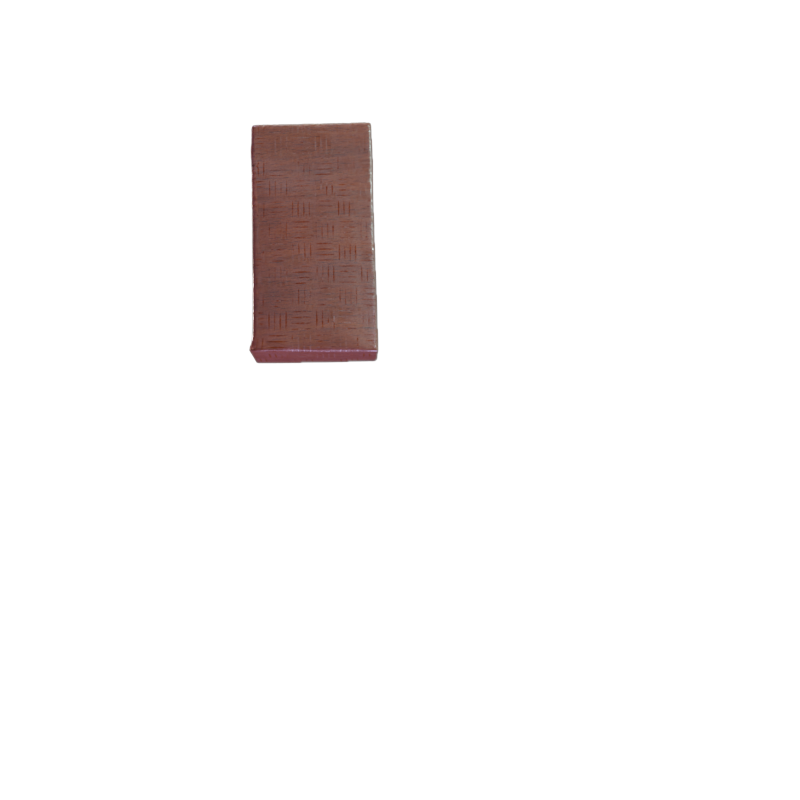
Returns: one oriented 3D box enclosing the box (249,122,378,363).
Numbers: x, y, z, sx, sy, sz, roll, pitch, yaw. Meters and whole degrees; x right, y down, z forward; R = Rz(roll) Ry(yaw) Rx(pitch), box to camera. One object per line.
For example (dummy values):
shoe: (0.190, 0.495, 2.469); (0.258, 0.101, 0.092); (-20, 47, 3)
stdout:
box: (-0.065, -0.118, 0.827); (0.093, 0.184, 0.046); (-1, -17, 0)
